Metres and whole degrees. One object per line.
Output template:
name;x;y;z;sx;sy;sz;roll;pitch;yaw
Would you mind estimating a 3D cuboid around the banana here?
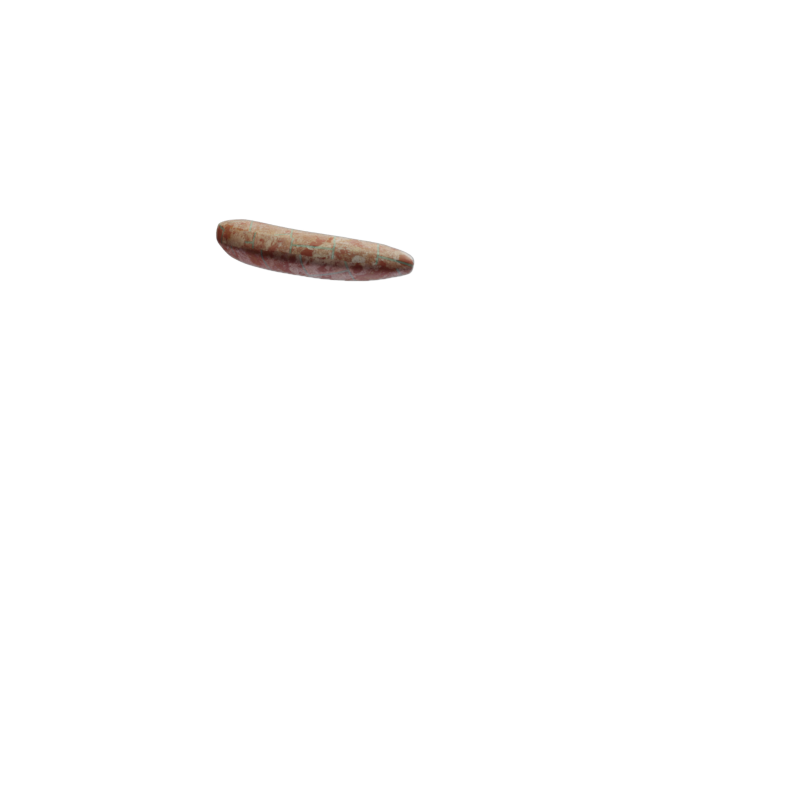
banana;-0.087;-0.130;0.938;0.208;0.035;0.069;16;29;31
